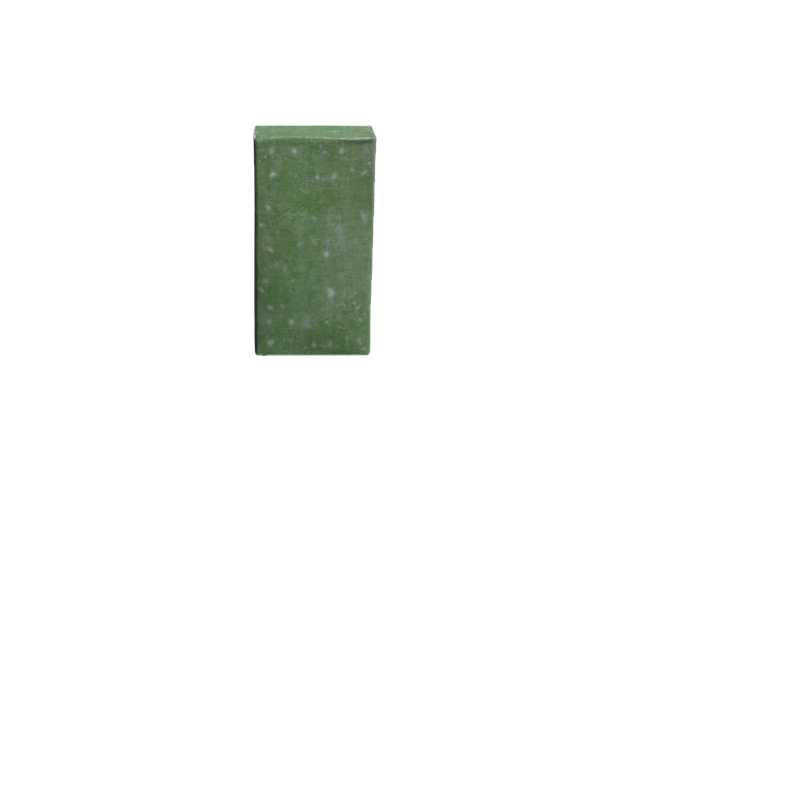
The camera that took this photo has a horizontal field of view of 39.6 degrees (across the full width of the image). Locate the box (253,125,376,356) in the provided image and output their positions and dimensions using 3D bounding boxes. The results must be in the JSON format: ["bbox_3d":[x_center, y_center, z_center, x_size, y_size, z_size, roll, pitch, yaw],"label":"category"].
[{"bbox_3d":[-0.067,-0.122,0.855,0.093,0.168,0.051,0,22,-4],"label":"box"}]
